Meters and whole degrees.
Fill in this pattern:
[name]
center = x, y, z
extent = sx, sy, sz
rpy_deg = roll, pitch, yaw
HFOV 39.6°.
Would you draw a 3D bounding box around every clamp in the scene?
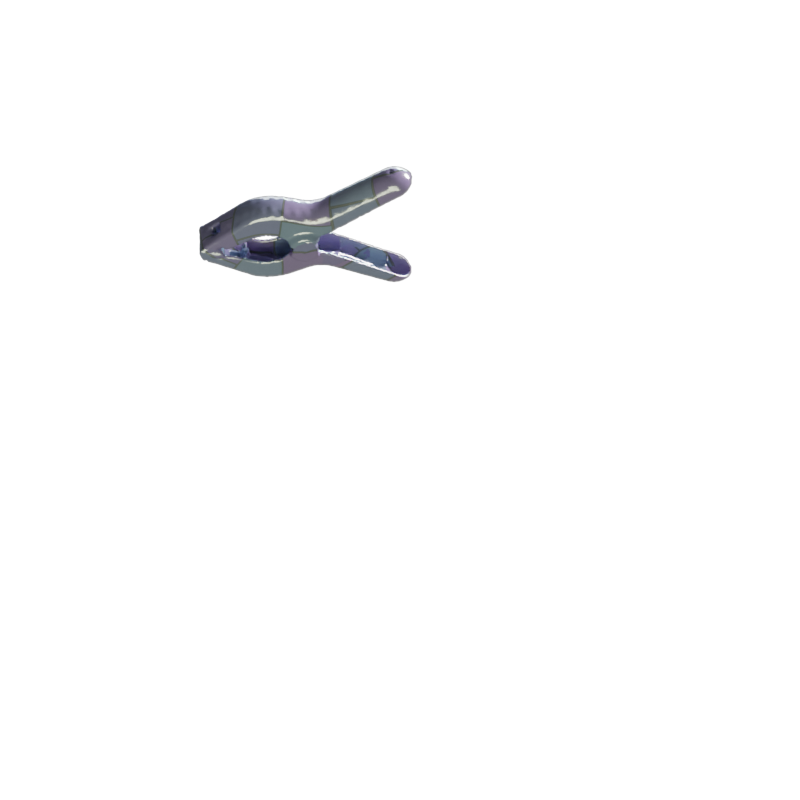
[clamp]
center = -0.068, -0.124, 0.868
extent = 0.173, 0.042, 0.111
rpy_deg = -8, -43, 8
